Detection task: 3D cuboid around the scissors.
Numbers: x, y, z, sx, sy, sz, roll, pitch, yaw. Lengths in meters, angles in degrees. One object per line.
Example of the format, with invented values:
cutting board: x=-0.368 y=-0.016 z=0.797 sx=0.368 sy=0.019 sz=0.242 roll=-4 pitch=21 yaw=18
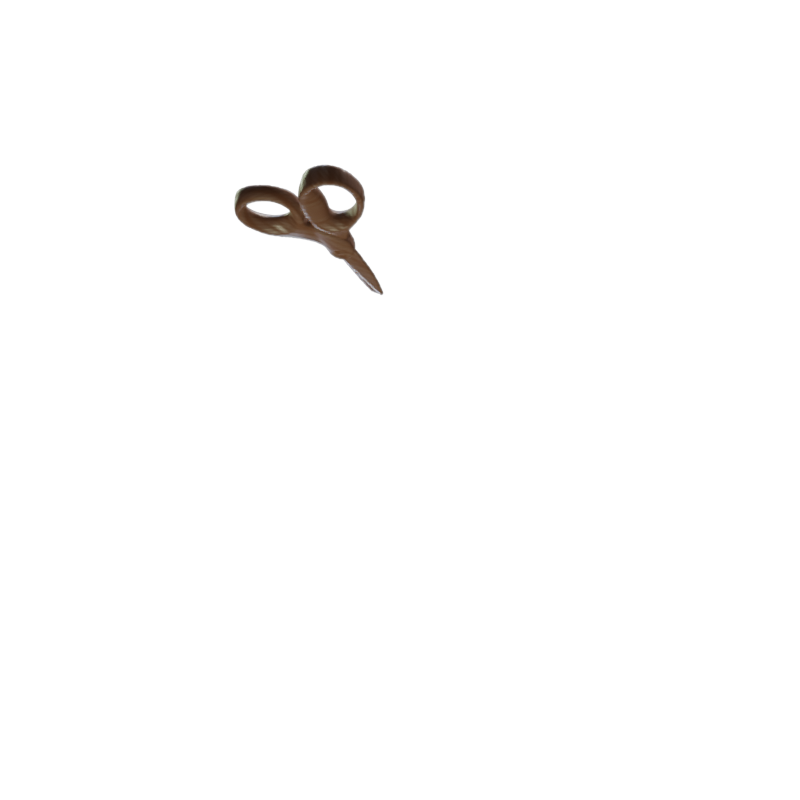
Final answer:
scissors: x=-0.062 y=-0.113 z=0.791 sx=0.096 sy=0.017 sz=0.191 roll=0 pitch=-18 yaw=1
